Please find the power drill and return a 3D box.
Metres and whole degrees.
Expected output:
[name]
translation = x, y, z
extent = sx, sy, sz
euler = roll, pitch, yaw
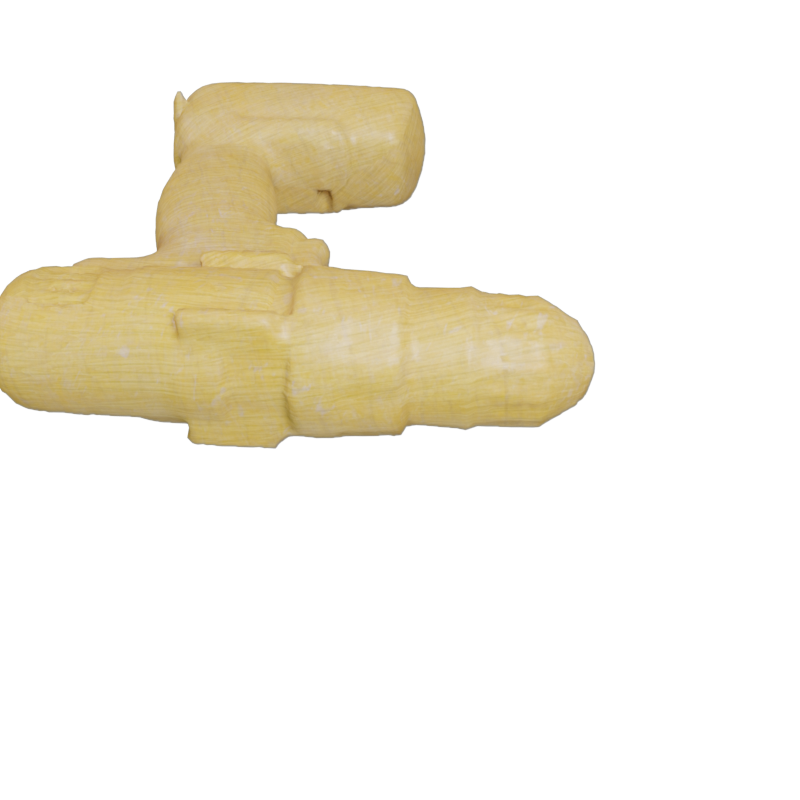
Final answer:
[power drill]
translation = -0.031, -0.057, 0.399
extent = 0.186, 0.054, 0.198
euler = 3, 33, 4
